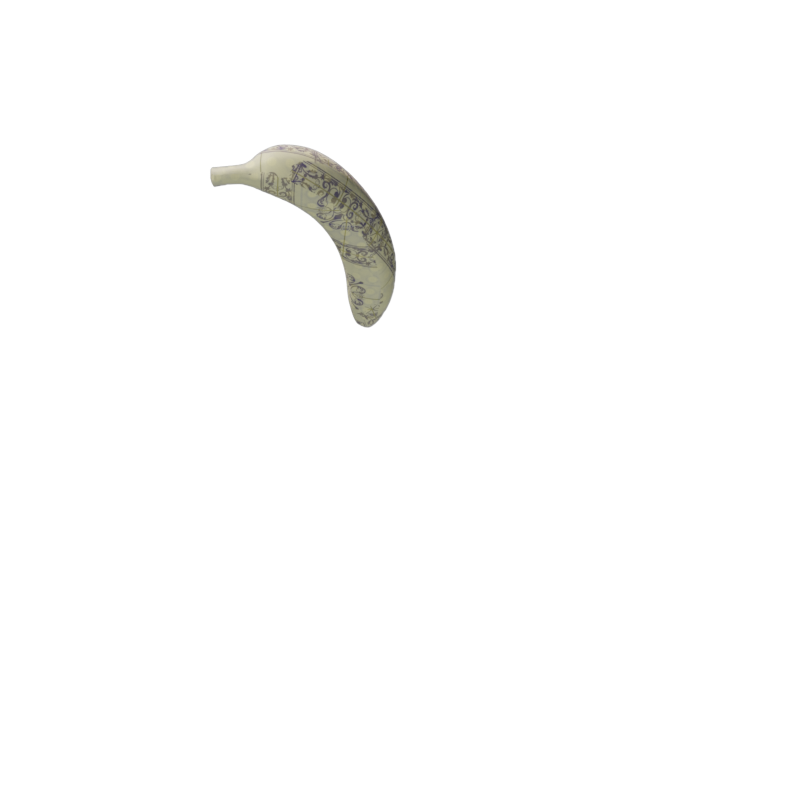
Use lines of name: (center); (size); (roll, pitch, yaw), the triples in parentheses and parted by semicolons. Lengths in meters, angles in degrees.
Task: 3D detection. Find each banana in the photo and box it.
banana: (-0.045, -0.115, 0.743); (0.070, 0.039, 0.183); (-19, -40, 24)
